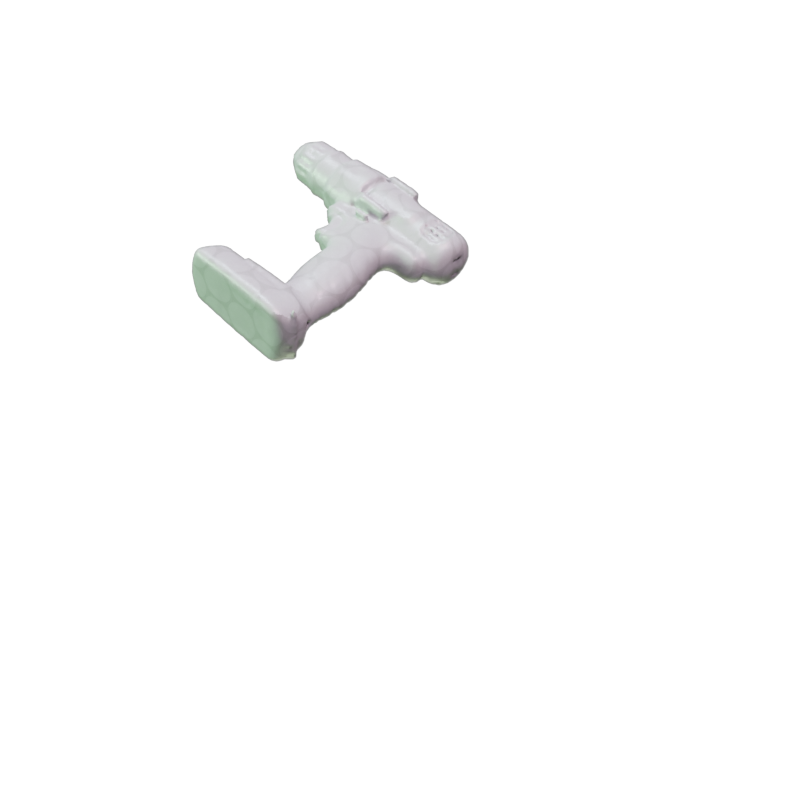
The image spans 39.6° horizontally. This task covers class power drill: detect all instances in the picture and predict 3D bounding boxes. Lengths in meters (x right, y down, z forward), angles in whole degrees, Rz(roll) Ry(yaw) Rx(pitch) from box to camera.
[{"bbox_3d":[-0.068,-0.124,0.872,0.188,0.053,0.197,-34,56,-28],"label":"power drill"}]
